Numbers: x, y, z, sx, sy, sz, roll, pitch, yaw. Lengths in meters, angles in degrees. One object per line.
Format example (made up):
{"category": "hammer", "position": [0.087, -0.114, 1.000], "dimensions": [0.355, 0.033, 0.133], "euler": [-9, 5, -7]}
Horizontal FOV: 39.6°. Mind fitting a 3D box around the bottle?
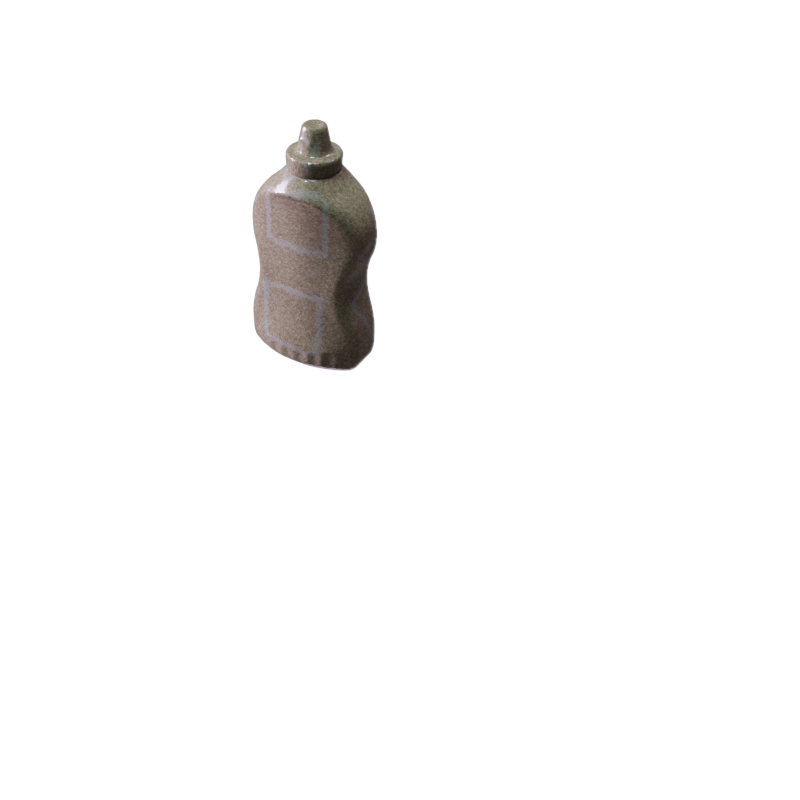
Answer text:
{"category": "bottle", "position": [-0.064, -0.118, 0.824], "dimensions": [0.101, 0.180, 0.059], "euler": [22, 39, 26]}
